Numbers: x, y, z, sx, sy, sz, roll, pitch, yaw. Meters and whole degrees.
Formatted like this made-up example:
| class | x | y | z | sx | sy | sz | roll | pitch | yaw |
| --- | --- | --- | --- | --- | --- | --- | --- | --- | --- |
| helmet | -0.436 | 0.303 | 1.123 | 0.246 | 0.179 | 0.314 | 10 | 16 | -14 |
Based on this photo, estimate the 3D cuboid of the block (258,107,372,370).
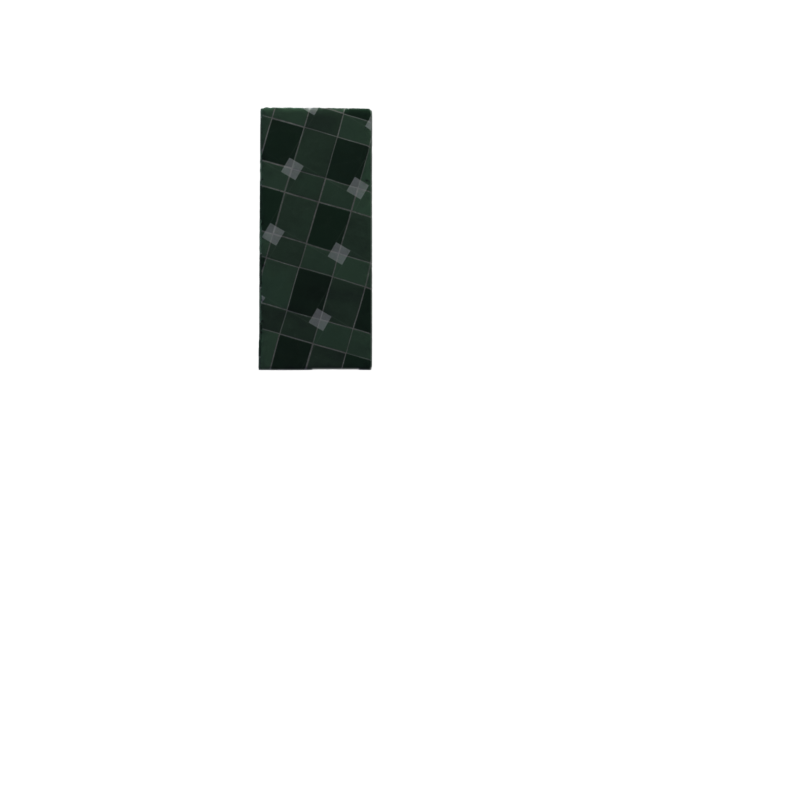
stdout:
| class | x | y | z | sx | sy | sz | roll | pitch | yaw |
| --- | --- | --- | --- | --- | --- | --- | --- | --- | --- |
| block | -0.070 | -0.130 | 0.907 | 0.090 | 0.208 | 0.090 | 0 | -3 | -5 |
